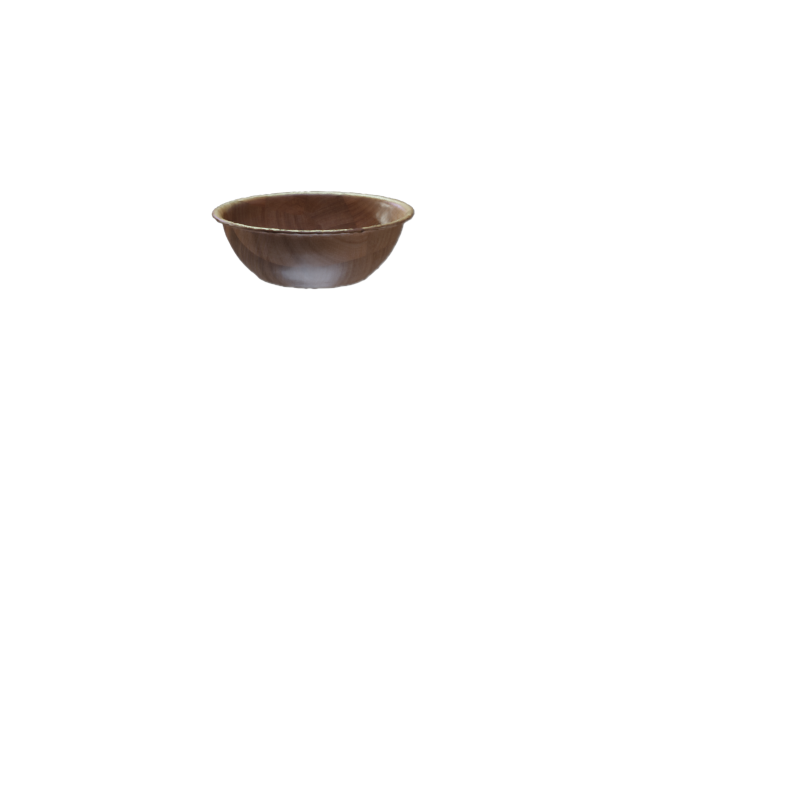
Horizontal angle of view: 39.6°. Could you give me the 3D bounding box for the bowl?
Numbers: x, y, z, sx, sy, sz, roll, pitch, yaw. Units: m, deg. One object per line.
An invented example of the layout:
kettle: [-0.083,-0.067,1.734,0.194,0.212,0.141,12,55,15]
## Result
bowl: [-0.070,-0.127,0.890,0.162,0.053,0.169,-1,20,-2]
